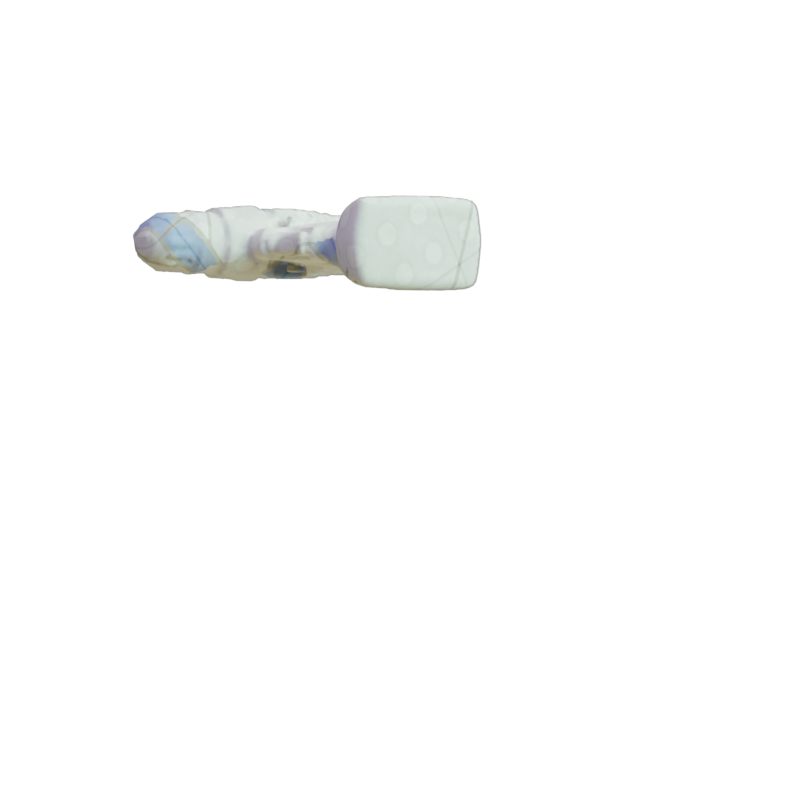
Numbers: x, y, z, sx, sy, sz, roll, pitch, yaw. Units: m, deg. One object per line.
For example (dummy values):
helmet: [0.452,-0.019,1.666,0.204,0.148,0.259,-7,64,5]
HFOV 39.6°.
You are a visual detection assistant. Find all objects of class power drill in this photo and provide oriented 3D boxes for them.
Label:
power drill: [-0.056,-0.103,0.719,0.178,0.057,0.196,-7,11,-37]
